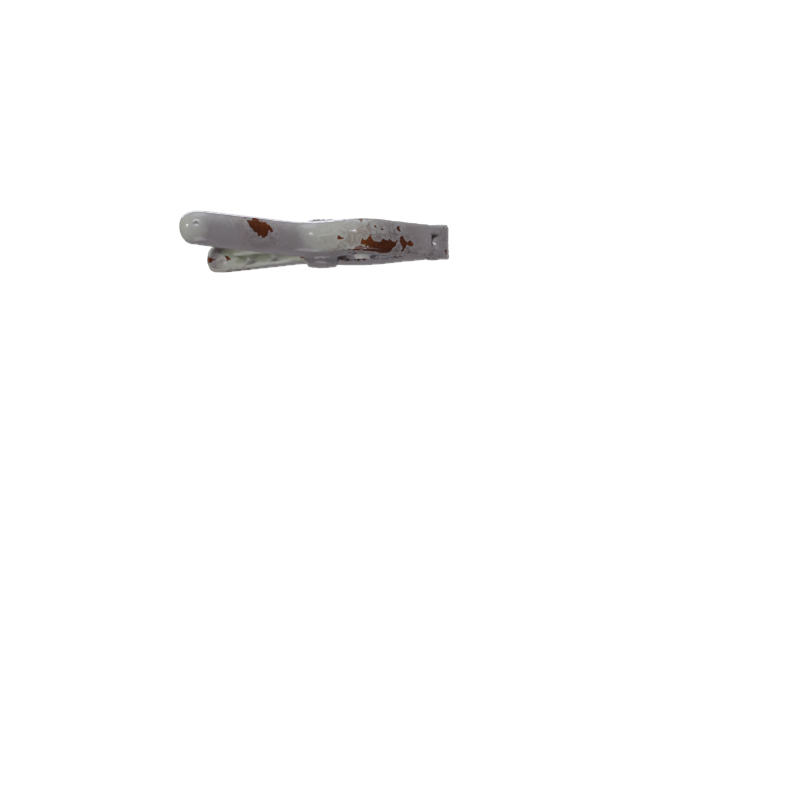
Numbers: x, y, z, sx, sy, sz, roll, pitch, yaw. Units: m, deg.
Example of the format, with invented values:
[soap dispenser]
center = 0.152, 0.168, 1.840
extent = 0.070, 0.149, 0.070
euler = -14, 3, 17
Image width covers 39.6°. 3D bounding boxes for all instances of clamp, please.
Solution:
[clamp]
center = -0.068, -0.125, 0.872
extent = 0.212, 0.037, 0.161
euler = 0, -1, 7
